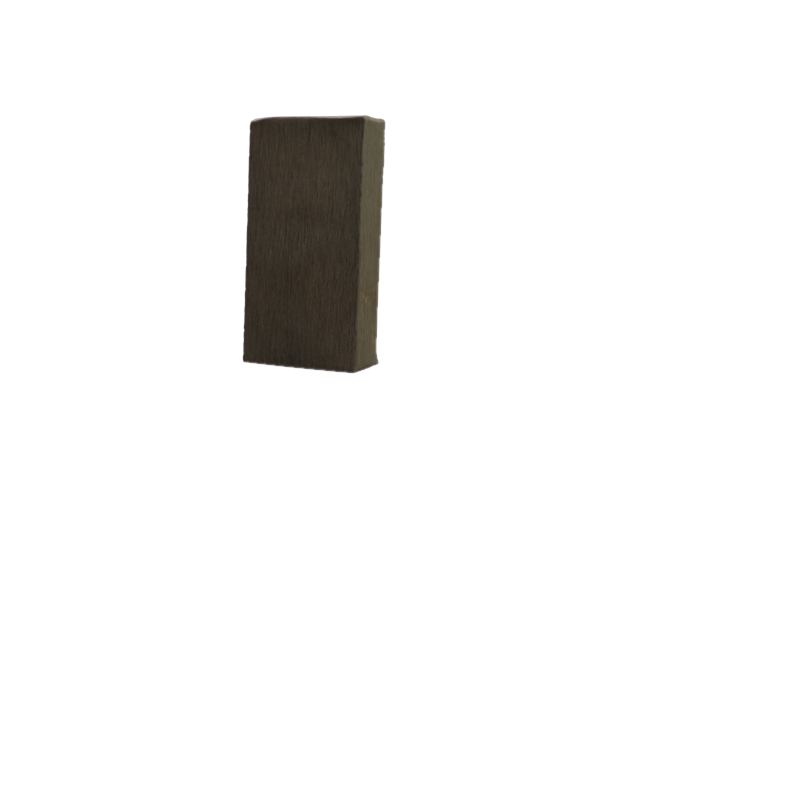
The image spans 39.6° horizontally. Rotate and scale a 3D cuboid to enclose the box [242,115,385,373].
[{"bbox_3d":[-0.062,-0.112,0.785,0.096,0.175,0.047,3,4,26],"label":"box"}]
